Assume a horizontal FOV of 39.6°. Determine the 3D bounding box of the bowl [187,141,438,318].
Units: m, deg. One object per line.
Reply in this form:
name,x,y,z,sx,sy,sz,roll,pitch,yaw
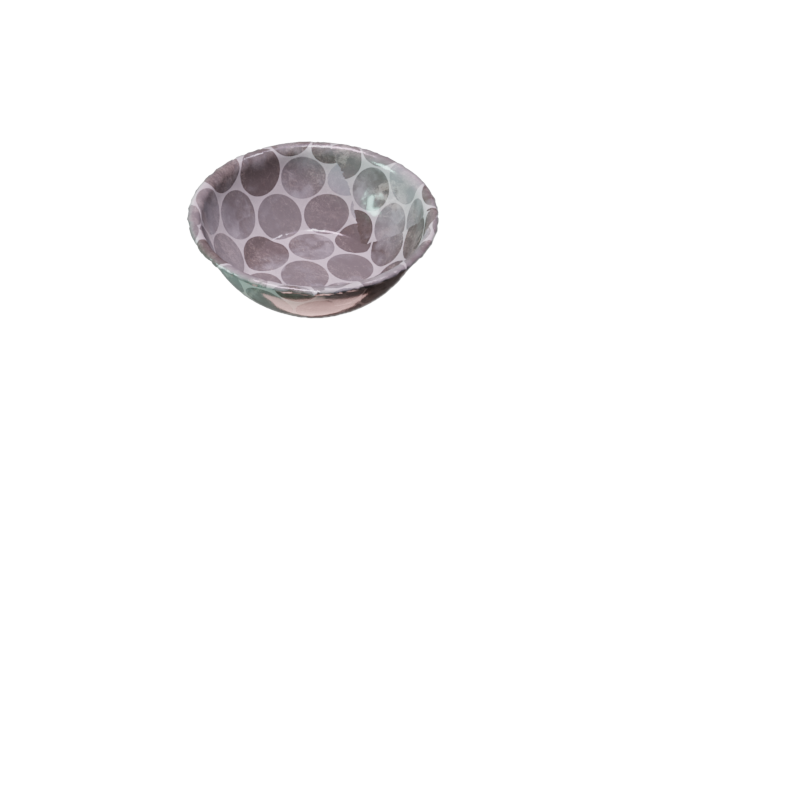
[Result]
bowl,-0.057,-0.104,0.731,0.162,0.051,0.174,-1,43,-1
